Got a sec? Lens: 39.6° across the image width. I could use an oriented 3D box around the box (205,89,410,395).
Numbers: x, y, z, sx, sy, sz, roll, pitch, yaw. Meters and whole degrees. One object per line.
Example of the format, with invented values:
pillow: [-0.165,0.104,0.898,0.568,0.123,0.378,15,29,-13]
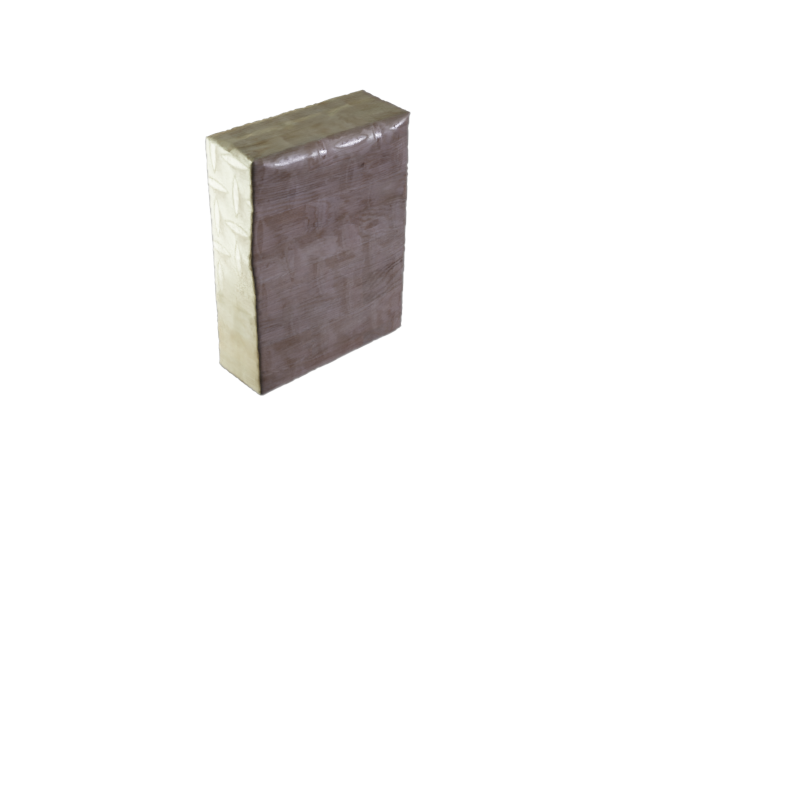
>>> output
box: [-0.072,-0.132,0.922,0.163,0.201,0.077,-25,40,-35]
